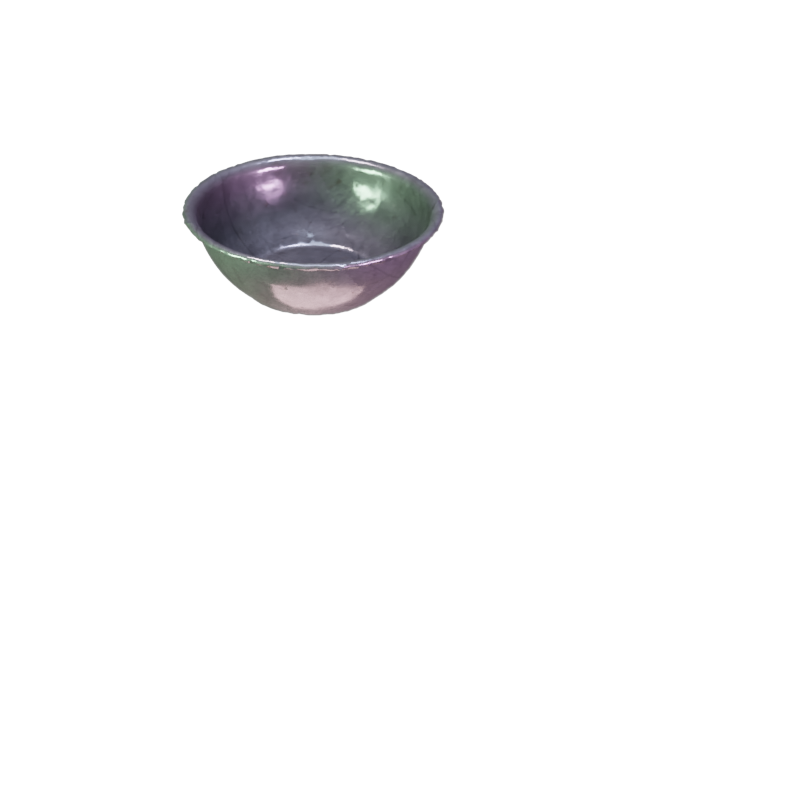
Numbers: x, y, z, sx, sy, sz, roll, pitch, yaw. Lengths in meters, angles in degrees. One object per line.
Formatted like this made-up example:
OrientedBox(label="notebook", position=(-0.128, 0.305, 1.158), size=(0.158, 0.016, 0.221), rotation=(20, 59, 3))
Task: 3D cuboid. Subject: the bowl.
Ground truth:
OrientedBox(label="bowl", position=(-0.055, -0.100, 0.700), size=(0.162, 0.052, 0.173), rotation=(-1, 34, -2))
